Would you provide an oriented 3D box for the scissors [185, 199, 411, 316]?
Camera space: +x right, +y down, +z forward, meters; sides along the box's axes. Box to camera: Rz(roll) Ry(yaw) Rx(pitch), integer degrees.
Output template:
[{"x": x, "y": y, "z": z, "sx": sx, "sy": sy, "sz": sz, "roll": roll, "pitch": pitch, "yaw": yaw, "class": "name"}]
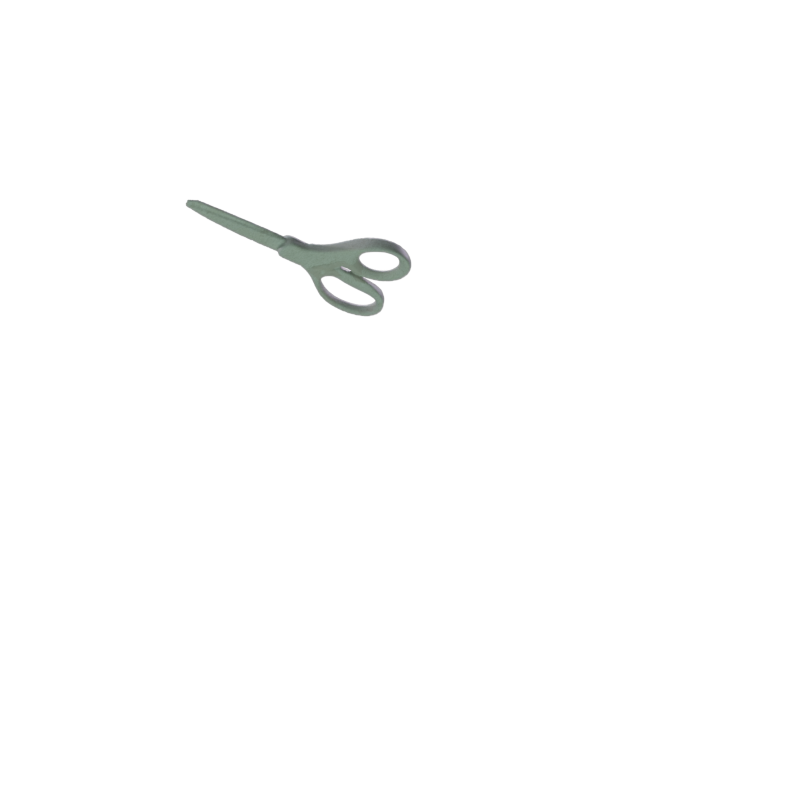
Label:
[{"x": -0.072, "y": -0.131, "z": 0.915, "sx": 0.096, "sy": 0.017, "sz": 0.188, "roll": -29, "pitch": -48, "yaw": 30, "class": "scissors"}]
